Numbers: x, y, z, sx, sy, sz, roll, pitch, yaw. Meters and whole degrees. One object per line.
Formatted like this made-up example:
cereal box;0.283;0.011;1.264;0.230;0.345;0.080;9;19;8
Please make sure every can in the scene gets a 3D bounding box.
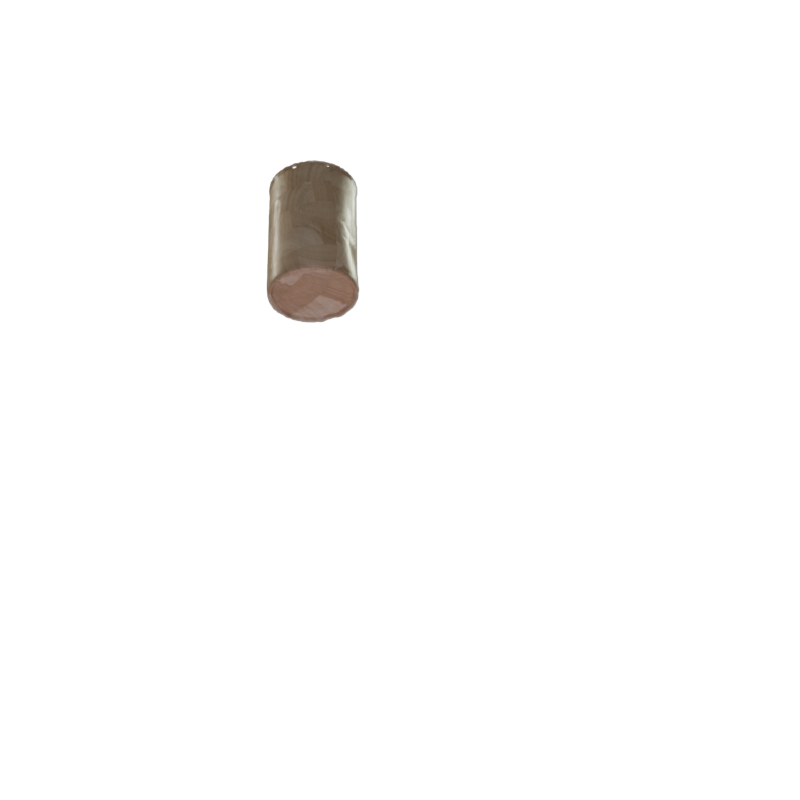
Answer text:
can;-0.064;-0.117;0.819;0.068;0.109;0.064;-1;-36;-2
